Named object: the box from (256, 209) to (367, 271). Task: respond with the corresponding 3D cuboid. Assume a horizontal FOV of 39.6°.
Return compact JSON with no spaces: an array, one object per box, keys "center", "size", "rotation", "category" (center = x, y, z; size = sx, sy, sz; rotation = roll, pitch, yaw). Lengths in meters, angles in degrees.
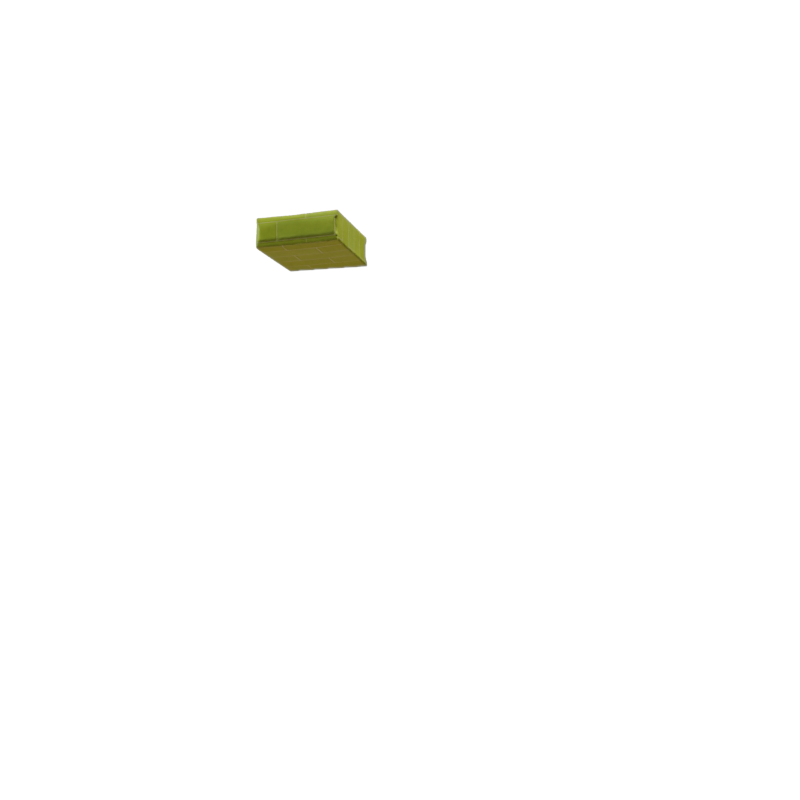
[{"center":[-0.075,-0.137,0.958],"size":[0.074,0.031,0.085],"rotation":[-3,-9,17],"category":"box"}]
